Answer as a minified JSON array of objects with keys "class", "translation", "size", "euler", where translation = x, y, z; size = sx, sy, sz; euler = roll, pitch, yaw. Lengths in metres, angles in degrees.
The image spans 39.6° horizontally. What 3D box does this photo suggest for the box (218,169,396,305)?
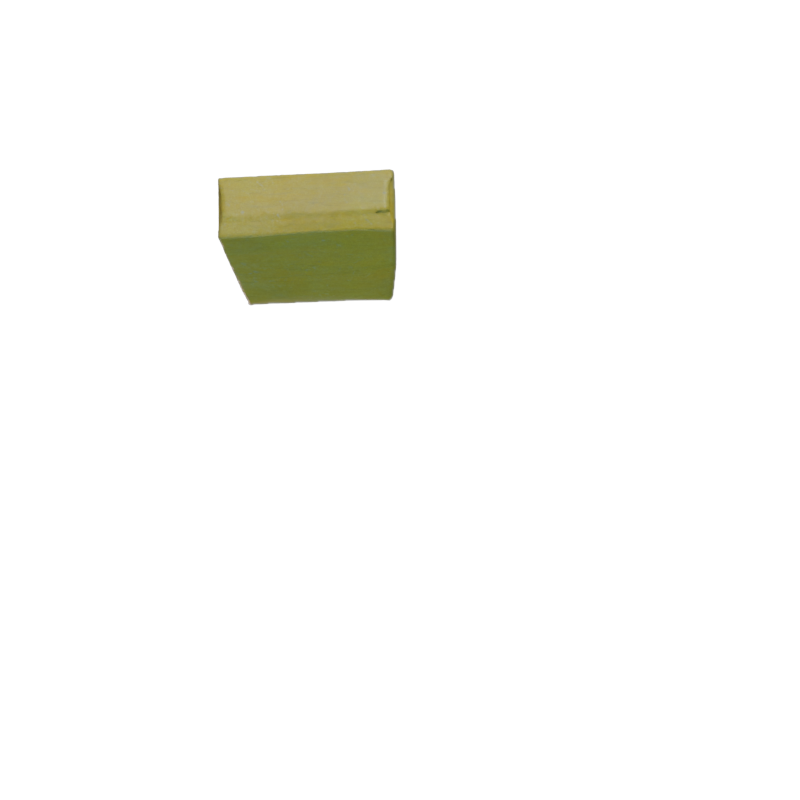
[{"class":"box","translation":[-0.047,-0.086,0.603],"size":[0.090,0.041,0.108],"euler":[-1,-17,2]}]
